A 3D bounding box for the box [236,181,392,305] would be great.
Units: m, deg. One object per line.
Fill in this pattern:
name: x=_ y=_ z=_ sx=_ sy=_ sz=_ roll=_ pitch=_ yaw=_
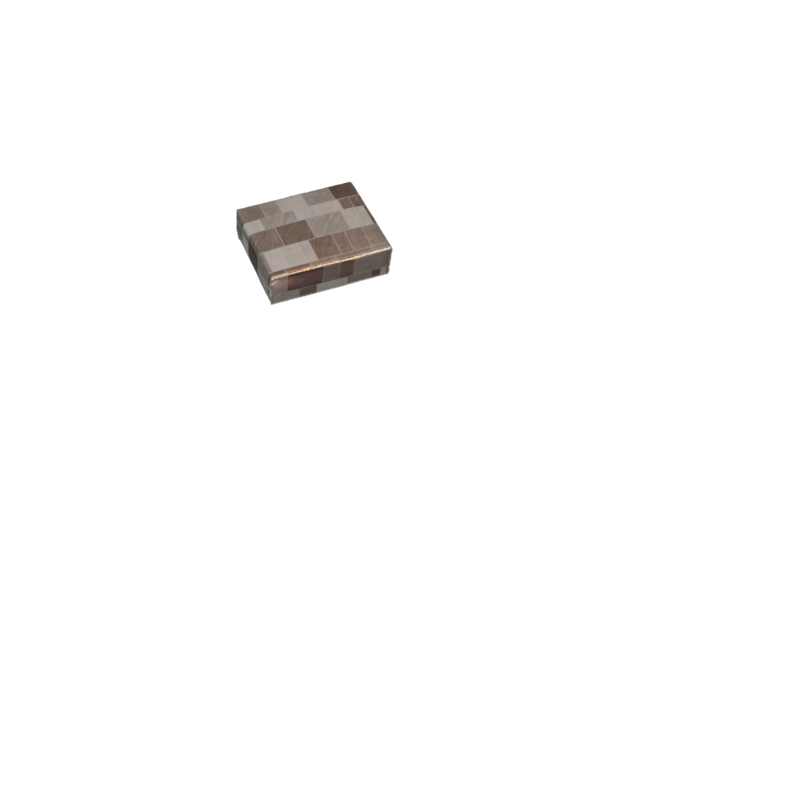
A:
box: x=-0.075 y=-0.137 z=0.961 sx=0.112 sy=0.097 sz=0.036 roll=-18 pitch=-38 yaw=-15
